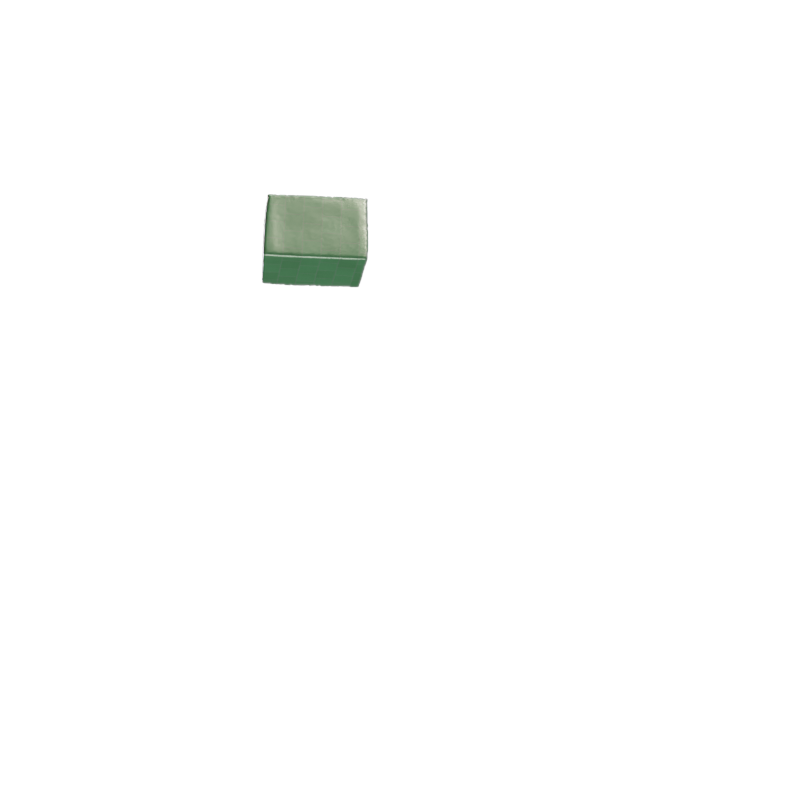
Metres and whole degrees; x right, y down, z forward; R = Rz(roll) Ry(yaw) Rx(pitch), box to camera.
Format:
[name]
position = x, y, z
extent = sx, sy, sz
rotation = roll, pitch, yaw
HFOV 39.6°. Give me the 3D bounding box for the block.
[block]
position = -0.066, -0.120, 0.839
extent = 0.077, 0.054, 0.050
rotation = 2, -23, -6
